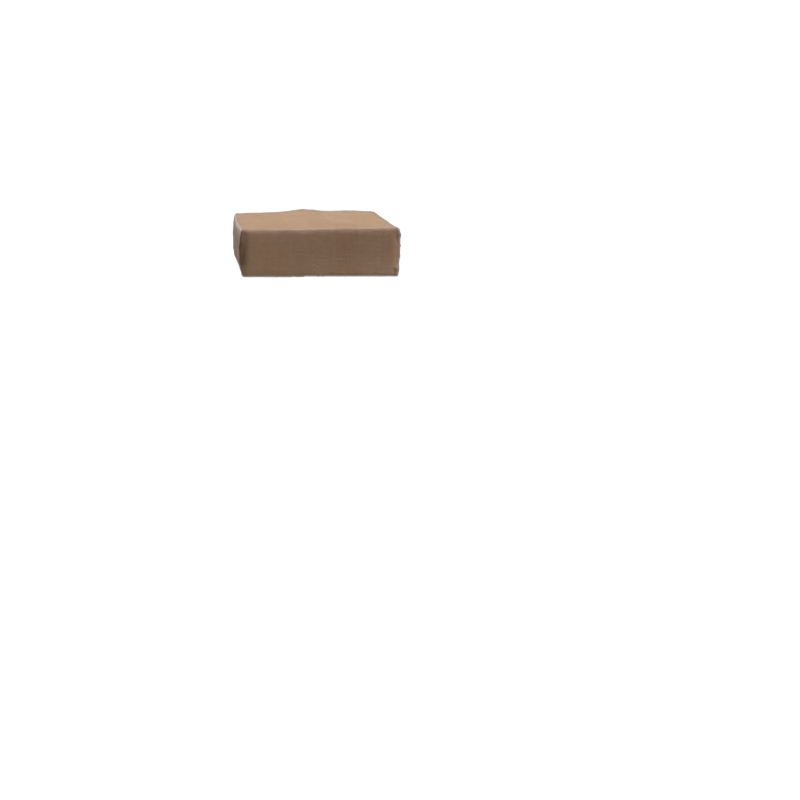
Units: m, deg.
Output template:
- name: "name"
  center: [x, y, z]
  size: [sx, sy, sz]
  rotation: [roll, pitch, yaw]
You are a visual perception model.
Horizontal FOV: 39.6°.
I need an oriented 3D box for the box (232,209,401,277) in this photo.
- name: "box"
  center: [-0.050, -0.091, 0.635]
  size: [0.088, 0.029, 0.076]
  rotation: [-2, 16, -8]
